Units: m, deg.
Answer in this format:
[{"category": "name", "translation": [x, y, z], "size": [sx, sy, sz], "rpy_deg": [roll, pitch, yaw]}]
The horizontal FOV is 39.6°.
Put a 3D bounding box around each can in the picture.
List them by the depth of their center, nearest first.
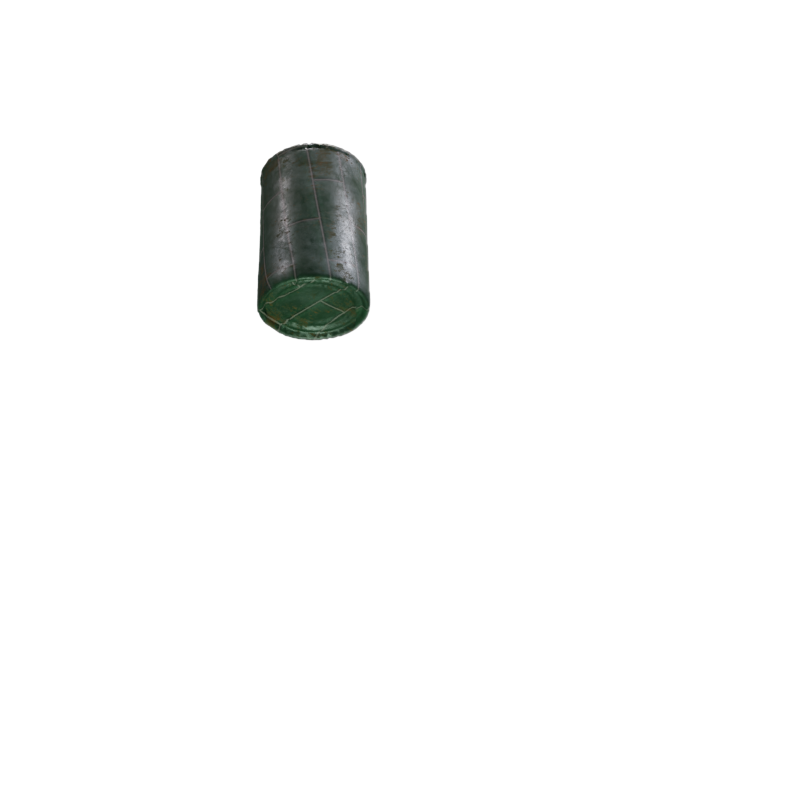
[{"category": "can", "translation": [-0.053, -0.096, 0.675], "size": [0.068, 0.109, 0.064], "rpy_deg": [-1, -35, -2]}]
